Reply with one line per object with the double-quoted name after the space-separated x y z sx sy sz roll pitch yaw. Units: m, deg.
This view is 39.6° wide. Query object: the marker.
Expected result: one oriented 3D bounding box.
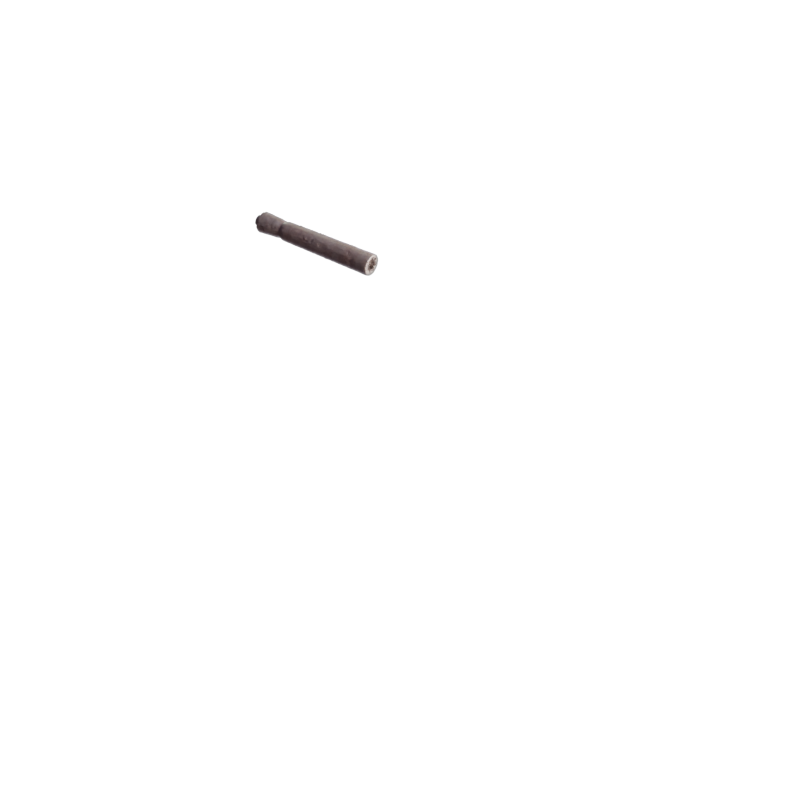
-0.073 -0.134 0.936 0.128 0.019 0.019 25 16 29 "marker"
